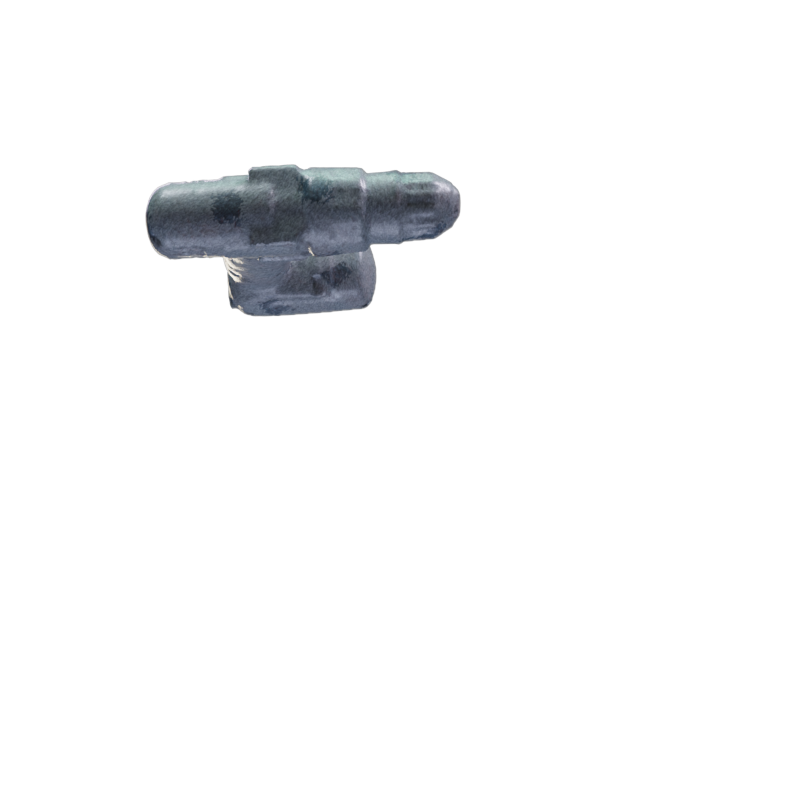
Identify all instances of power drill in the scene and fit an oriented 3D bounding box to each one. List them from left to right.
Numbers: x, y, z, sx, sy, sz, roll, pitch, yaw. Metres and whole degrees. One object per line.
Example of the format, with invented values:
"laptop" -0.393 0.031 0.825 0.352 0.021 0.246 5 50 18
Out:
"power drill" -0.056 -0.102 0.716 0.185 0.059 0.181 -1 -10 3
